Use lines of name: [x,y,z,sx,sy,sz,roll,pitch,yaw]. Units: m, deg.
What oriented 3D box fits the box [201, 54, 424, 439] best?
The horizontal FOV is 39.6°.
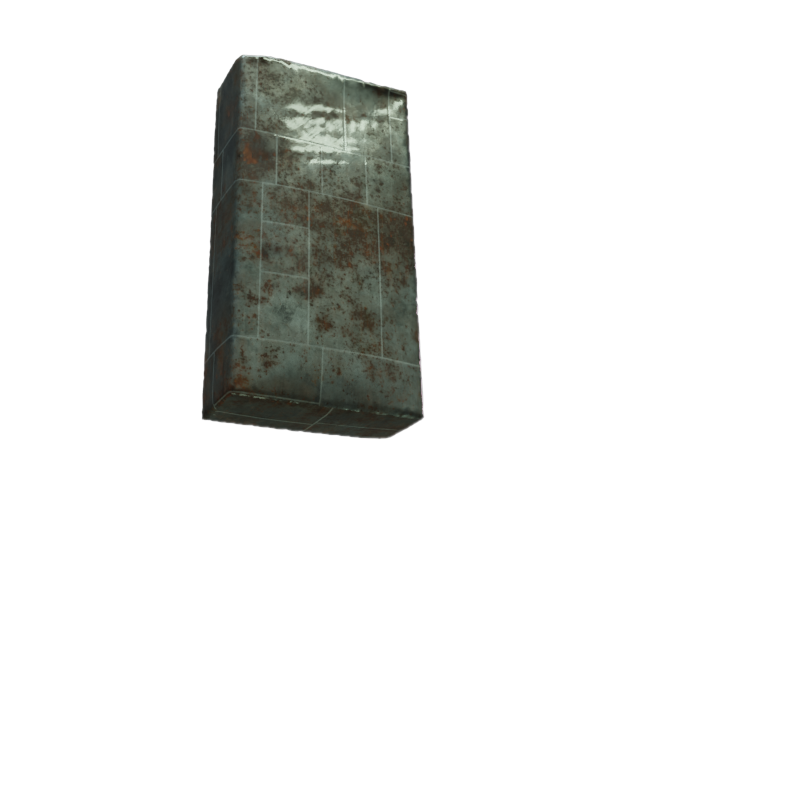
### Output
box: [-0.041,-0.075,0.522,0.090,0.186,0.047,8,-26,-22]
